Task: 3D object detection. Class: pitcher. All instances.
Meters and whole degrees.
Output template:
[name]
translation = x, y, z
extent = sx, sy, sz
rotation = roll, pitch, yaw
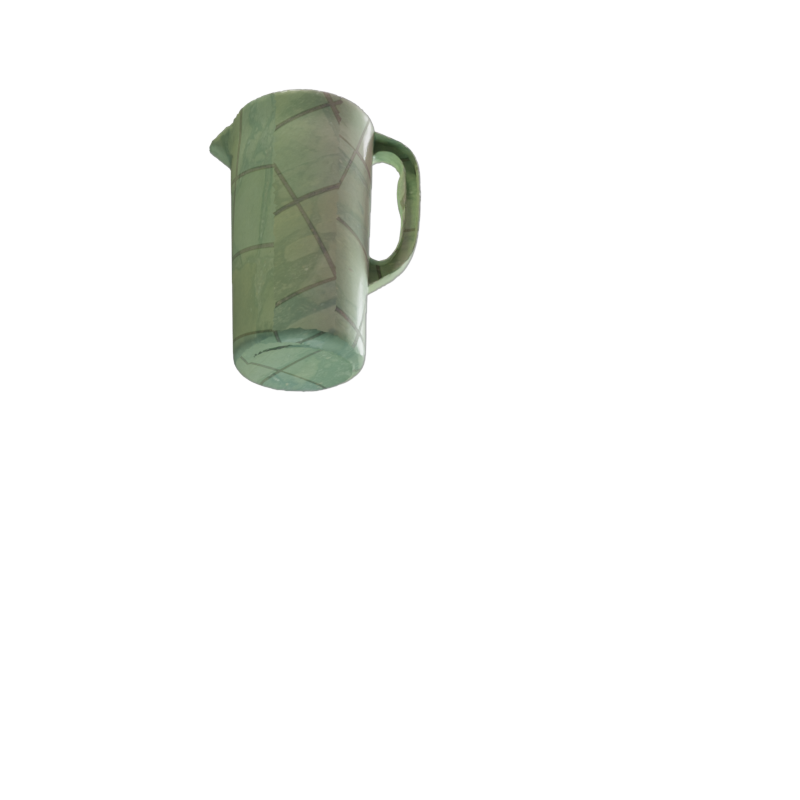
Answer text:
[pitcher]
translation = -0.075, -0.136, 0.954
extent = 0.150, 0.258, 0.135
rotation = -22, -34, 33
